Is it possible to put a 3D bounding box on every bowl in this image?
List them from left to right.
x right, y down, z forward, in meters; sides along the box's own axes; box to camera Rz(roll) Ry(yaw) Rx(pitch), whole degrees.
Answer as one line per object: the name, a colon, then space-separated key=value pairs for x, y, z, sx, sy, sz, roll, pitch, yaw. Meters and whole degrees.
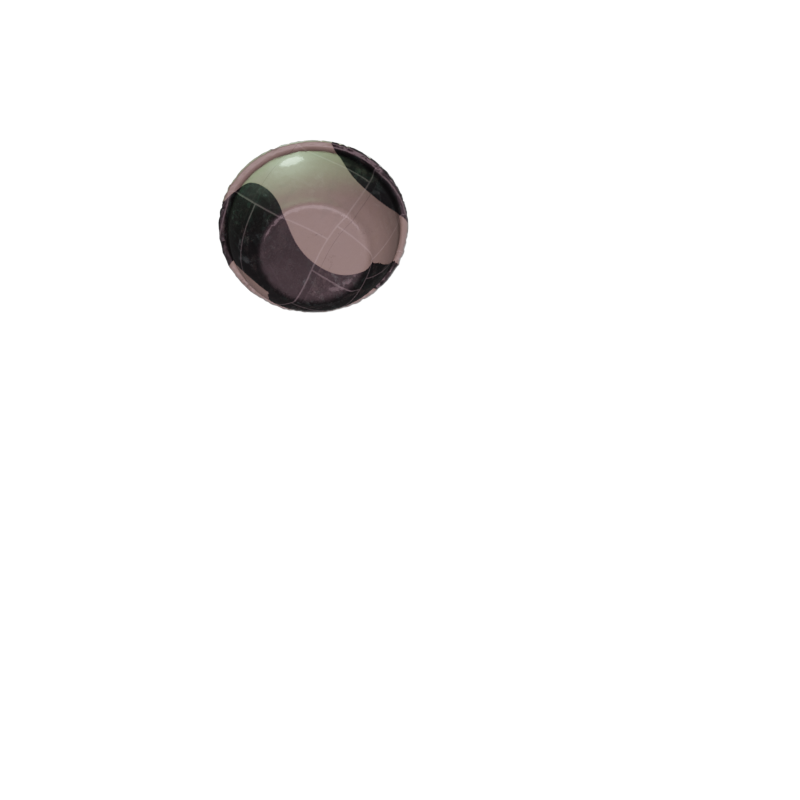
bowl: x=-0.072 y=-0.132 z=0.921 sx=0.162 sy=0.153 sz=0.058 roll=1 pitch=27 yaw=-1
